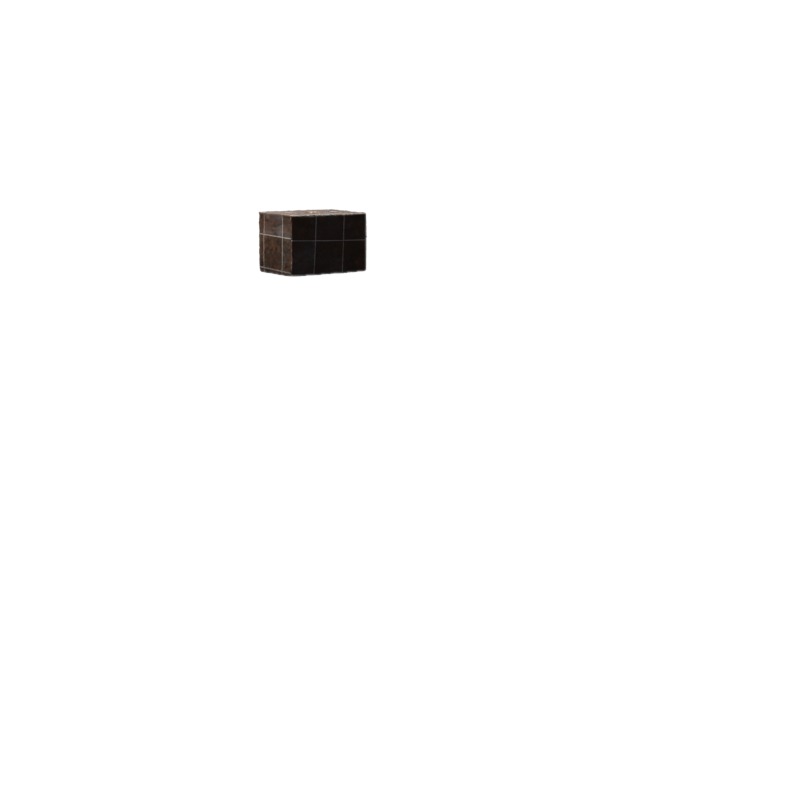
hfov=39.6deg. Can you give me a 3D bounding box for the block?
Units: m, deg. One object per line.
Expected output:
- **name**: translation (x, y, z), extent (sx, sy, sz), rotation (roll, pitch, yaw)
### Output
- **block**: translation (-0.073, -0.133, 0.933), extent (0.076, 0.050, 0.055), rotation (-7, 11, -36)
